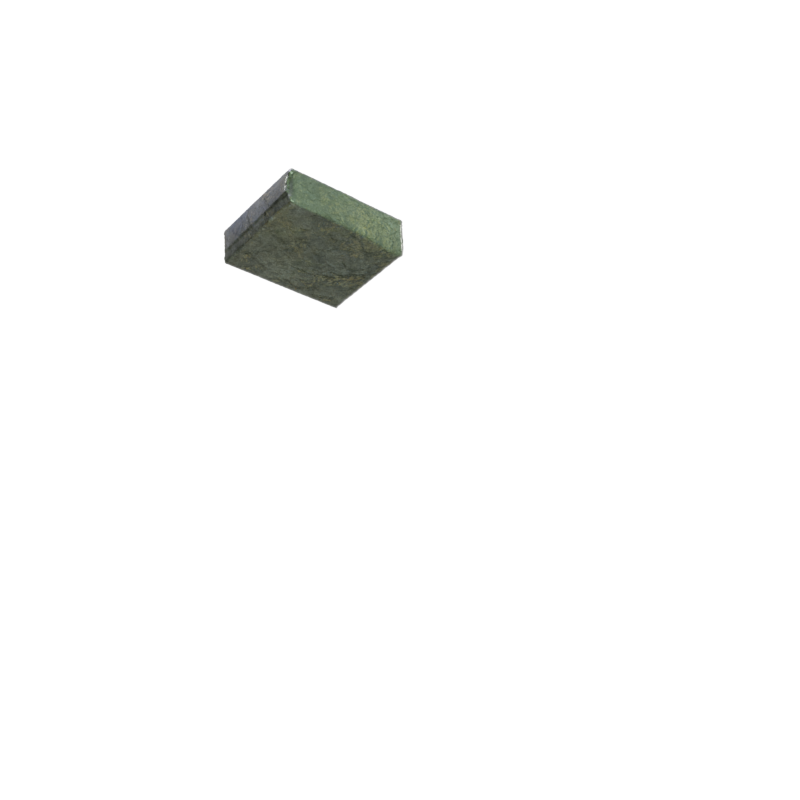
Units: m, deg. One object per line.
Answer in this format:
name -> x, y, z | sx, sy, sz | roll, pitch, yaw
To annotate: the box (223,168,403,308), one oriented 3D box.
box -> -0.067, -0.123, 0.862 | 0.107, 0.042, 0.089 | 24, -41, -31
